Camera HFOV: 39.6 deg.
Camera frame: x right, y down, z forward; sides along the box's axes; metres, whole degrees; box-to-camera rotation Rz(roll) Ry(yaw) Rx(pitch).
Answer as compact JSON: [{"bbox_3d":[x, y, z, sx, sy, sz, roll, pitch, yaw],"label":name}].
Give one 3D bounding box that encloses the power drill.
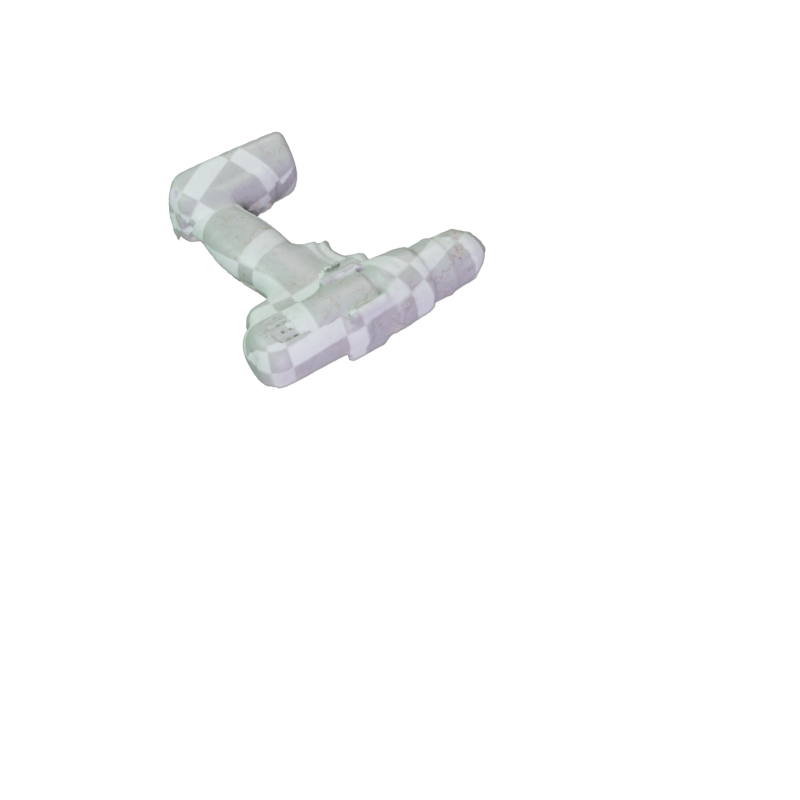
[{"bbox_3d":[-0.060,-0.110,0.772,0.184,0.053,0.202,-28,53,-24],"label":"power drill"}]
